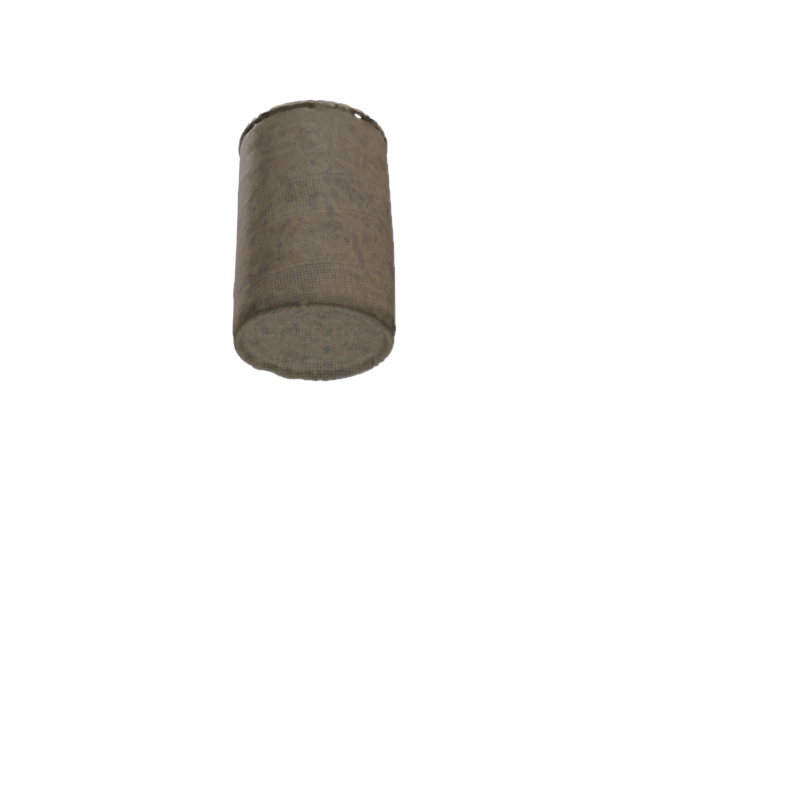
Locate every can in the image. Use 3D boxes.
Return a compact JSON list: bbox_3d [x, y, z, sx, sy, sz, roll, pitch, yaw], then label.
[{"bbox_3d":[-0.037,-0.068,0.476,0.068,0.109,0.064,0,-30,-2],"label":"can"}]
